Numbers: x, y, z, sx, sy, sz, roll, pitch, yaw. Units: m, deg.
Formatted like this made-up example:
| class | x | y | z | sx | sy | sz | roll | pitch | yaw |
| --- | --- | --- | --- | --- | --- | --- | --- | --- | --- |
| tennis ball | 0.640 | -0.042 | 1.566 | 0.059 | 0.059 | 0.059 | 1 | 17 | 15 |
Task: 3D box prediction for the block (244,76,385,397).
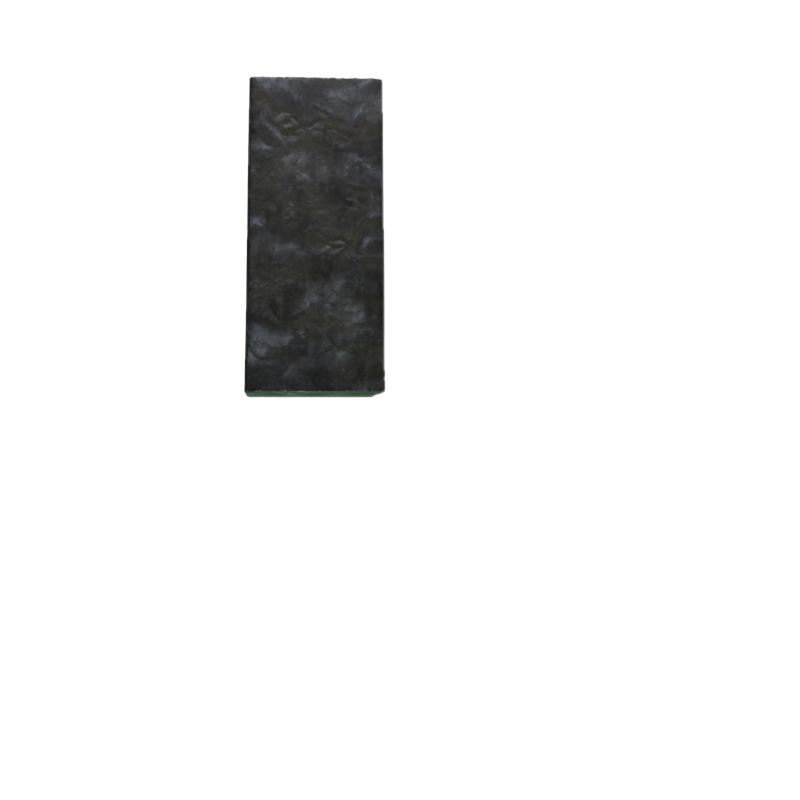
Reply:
| class | x | y | z | sx | sy | sz | roll | pitch | yaw |
| --- | --- | --- | --- | --- | --- | --- | --- | --- | --- |
| block | -0.059 | -0.108 | 0.755 | 0.090 | 0.211 | 0.089 | 0 | -9 | -5 |
